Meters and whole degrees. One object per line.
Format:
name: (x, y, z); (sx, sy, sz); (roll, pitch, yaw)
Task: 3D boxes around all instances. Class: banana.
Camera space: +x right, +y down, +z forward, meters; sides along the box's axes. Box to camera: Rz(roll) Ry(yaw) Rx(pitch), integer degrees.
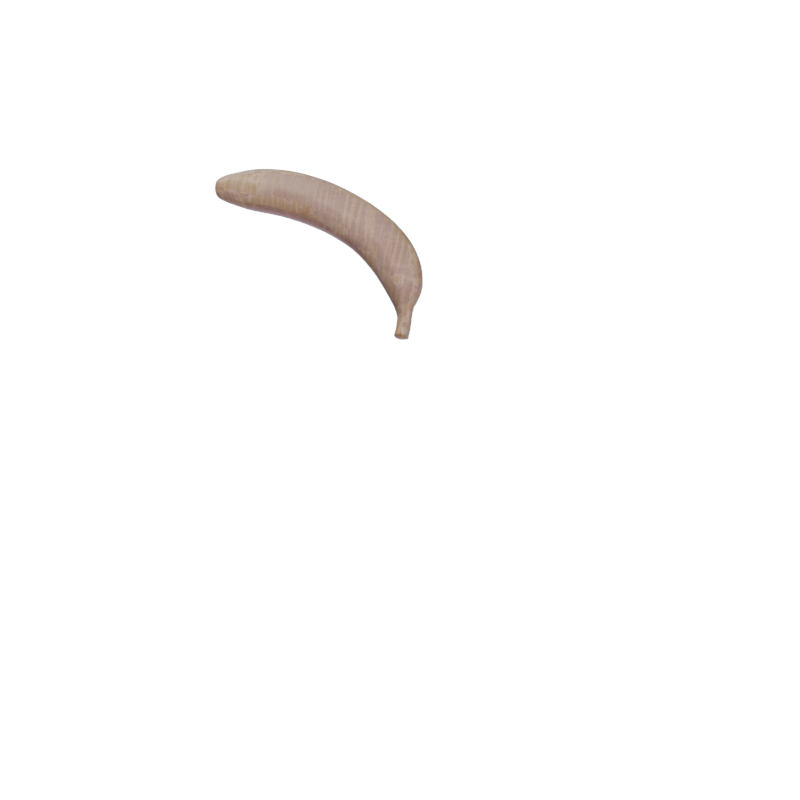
banana: (-0.052, -0.132, 0.857); (0.207, 0.071, 0.035); (38, -21, 17)
